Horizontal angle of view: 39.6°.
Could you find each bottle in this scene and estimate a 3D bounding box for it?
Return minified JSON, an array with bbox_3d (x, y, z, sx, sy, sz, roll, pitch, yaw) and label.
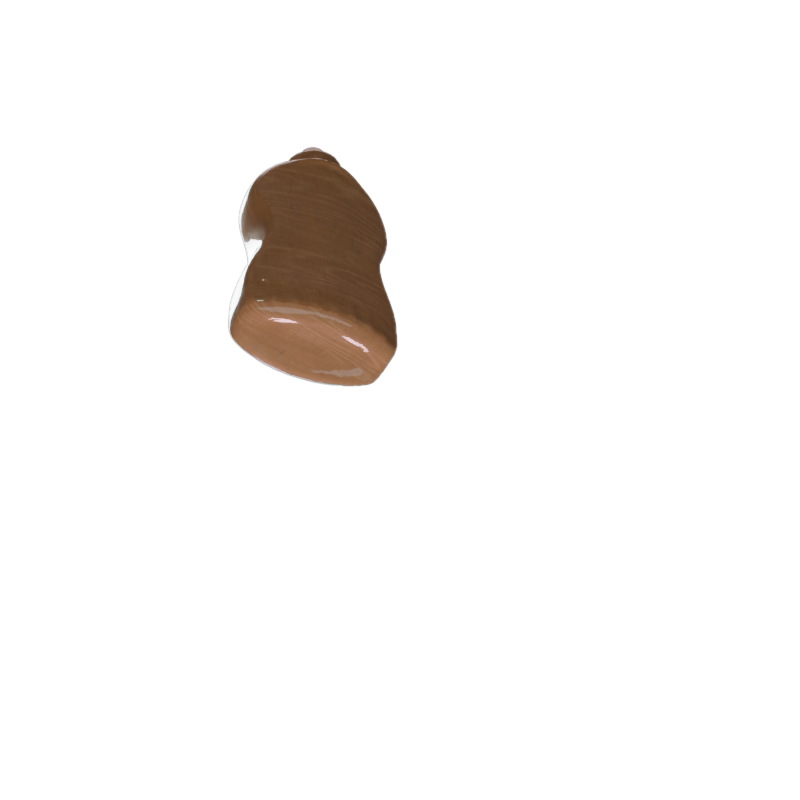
[{"bbox_3d":[-0.055,-0.099,0.694,0.093,0.056,0.206,16,40,-17],"label":"bottle"}]
